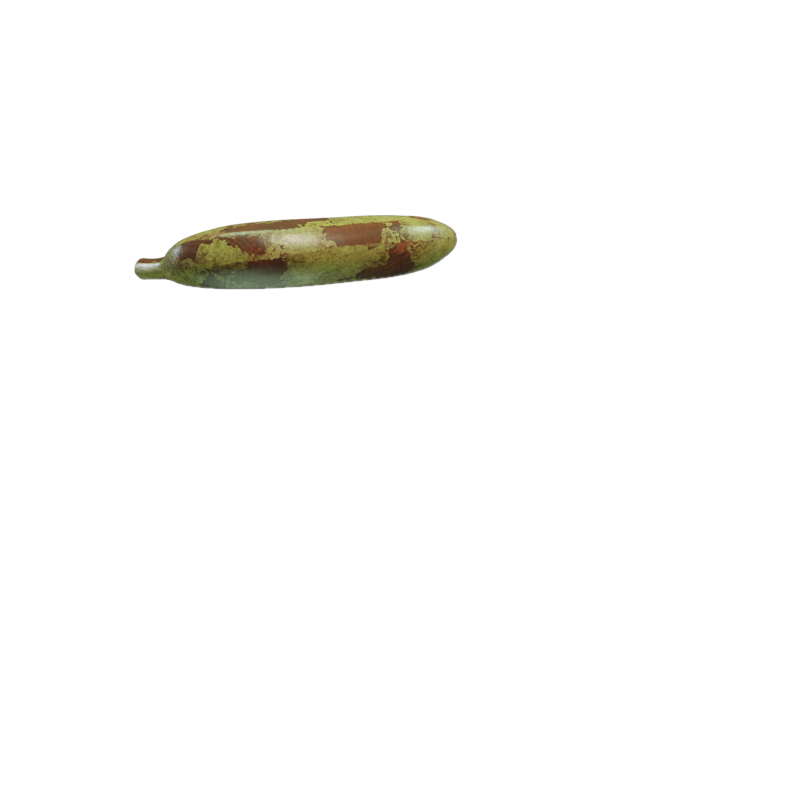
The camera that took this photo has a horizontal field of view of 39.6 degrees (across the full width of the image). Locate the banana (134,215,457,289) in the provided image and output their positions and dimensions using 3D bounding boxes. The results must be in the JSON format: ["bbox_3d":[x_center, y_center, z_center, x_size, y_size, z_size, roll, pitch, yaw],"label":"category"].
[{"bbox_3d":[-0.047,-0.086,0.627,0.194,0.036,0.073,-6,17,-19],"label":"banana"}]
